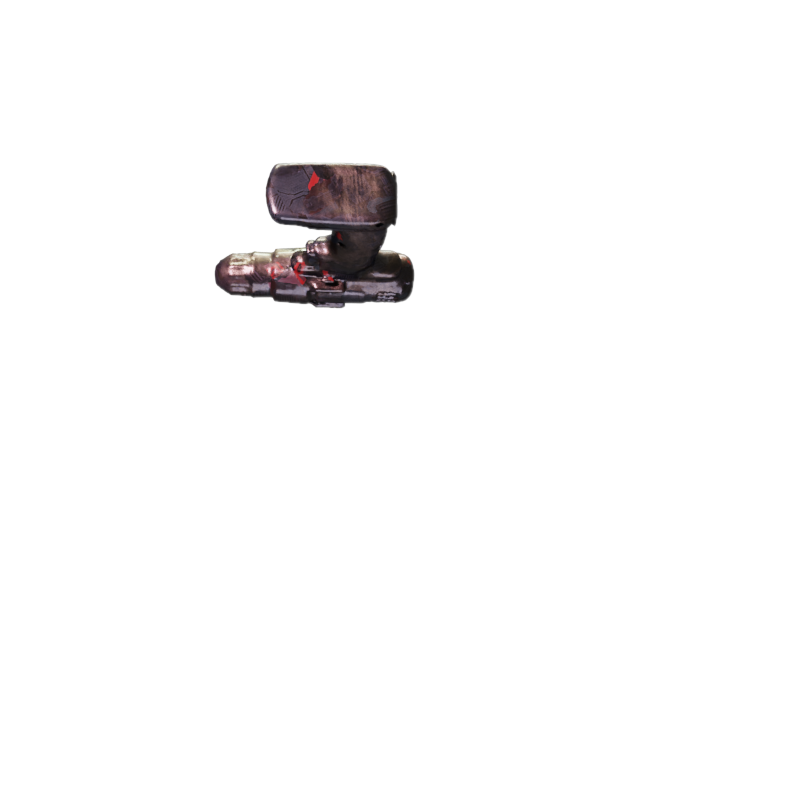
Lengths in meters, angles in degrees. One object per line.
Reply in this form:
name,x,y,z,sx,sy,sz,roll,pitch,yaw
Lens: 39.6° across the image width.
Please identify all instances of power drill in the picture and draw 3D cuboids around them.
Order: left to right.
power drill,-0.076,-0.138,0.966,0.184,0.060,0.178,0,-19,-1
